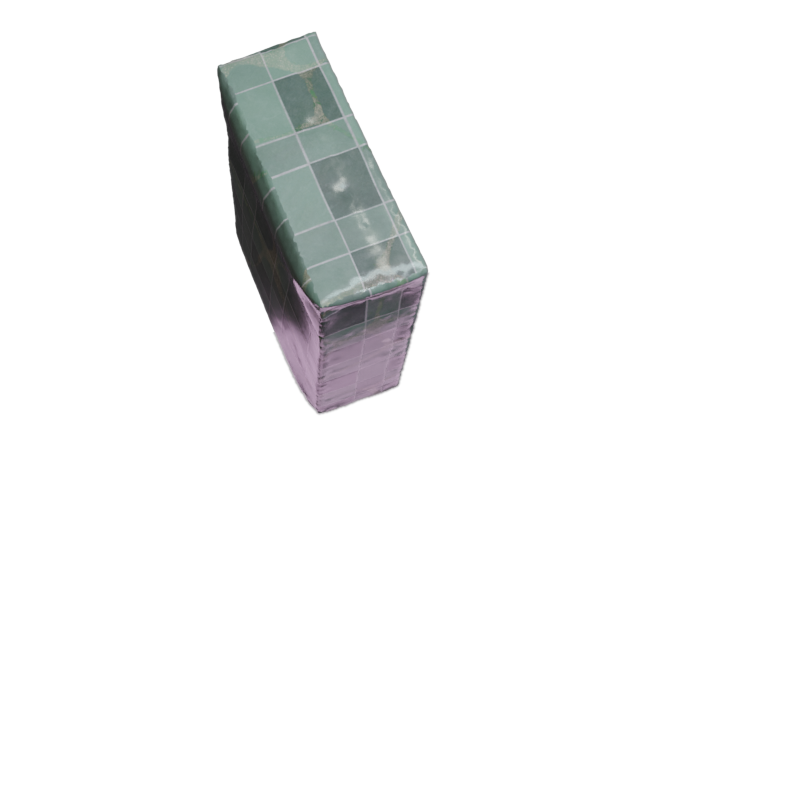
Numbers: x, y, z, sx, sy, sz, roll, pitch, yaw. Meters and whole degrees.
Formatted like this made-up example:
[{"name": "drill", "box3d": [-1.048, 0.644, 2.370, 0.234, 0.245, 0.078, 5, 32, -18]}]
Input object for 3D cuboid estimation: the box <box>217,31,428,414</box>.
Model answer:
[{"name": "box", "box3d": [-0.055, -0.100, 0.701, 0.071, 0.173, 0.204, -21, -17, -10]}]
